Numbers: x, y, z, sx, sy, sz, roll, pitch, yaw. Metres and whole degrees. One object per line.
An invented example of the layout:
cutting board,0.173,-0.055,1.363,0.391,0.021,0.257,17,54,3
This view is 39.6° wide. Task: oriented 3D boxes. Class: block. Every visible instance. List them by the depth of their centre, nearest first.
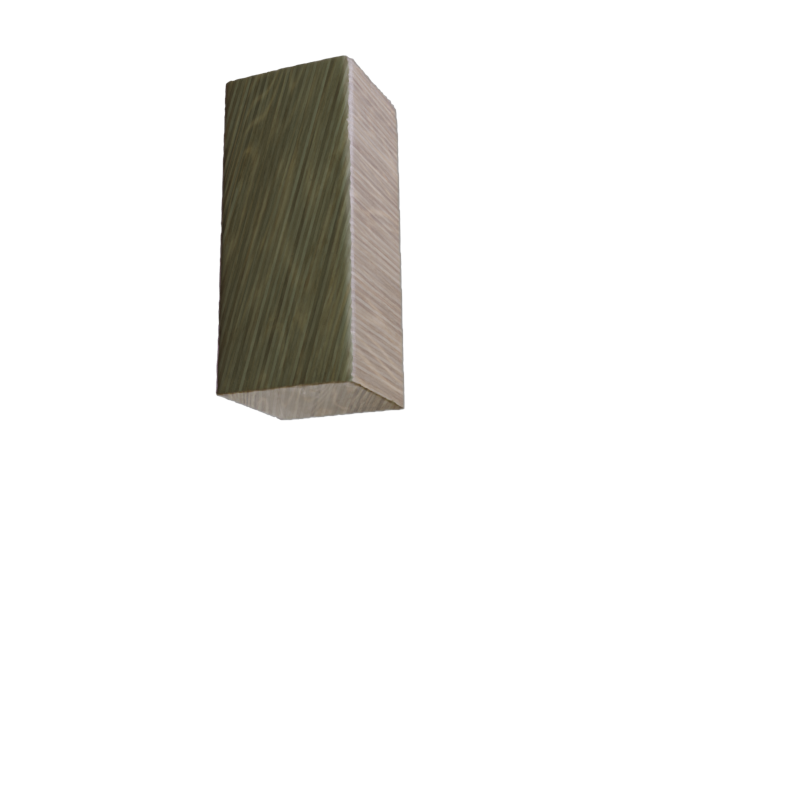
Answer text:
block,-0.055,-0.101,0.704,0.092,0.215,0.085,-9,-20,21
